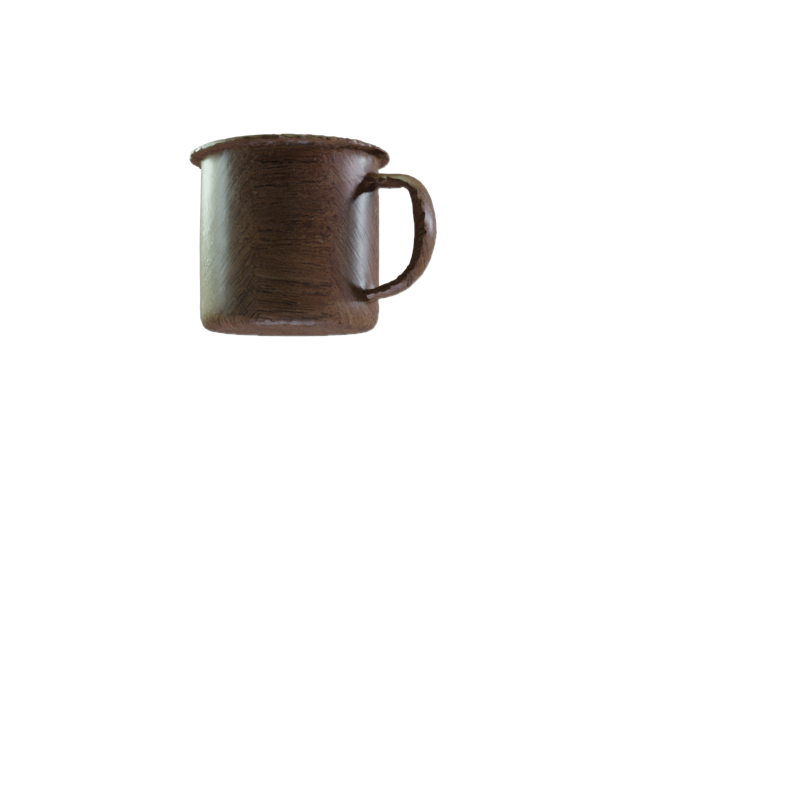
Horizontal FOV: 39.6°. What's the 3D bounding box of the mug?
[{"bbox_3d":[-0.039,-0.072,0.504,0.120,0.083,0.090,-1,-4,22],"label":"mug"}]
